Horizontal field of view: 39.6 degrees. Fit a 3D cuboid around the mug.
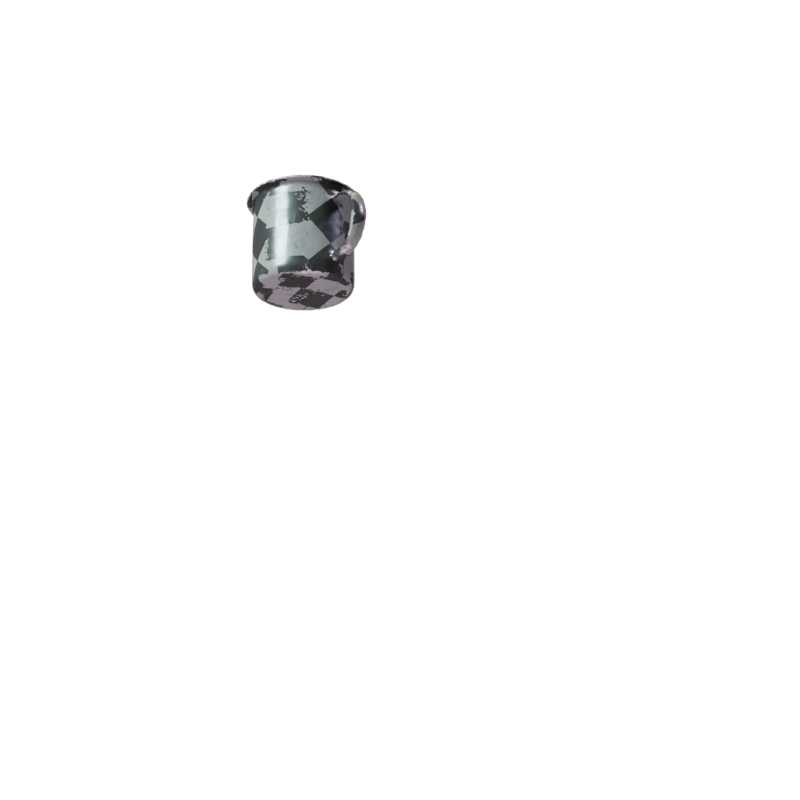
[{"bbox_3d":[-0.069,-0.126,0.883,0.088,0.086,0.118,20,-30,-41],"label":"mug"}]
